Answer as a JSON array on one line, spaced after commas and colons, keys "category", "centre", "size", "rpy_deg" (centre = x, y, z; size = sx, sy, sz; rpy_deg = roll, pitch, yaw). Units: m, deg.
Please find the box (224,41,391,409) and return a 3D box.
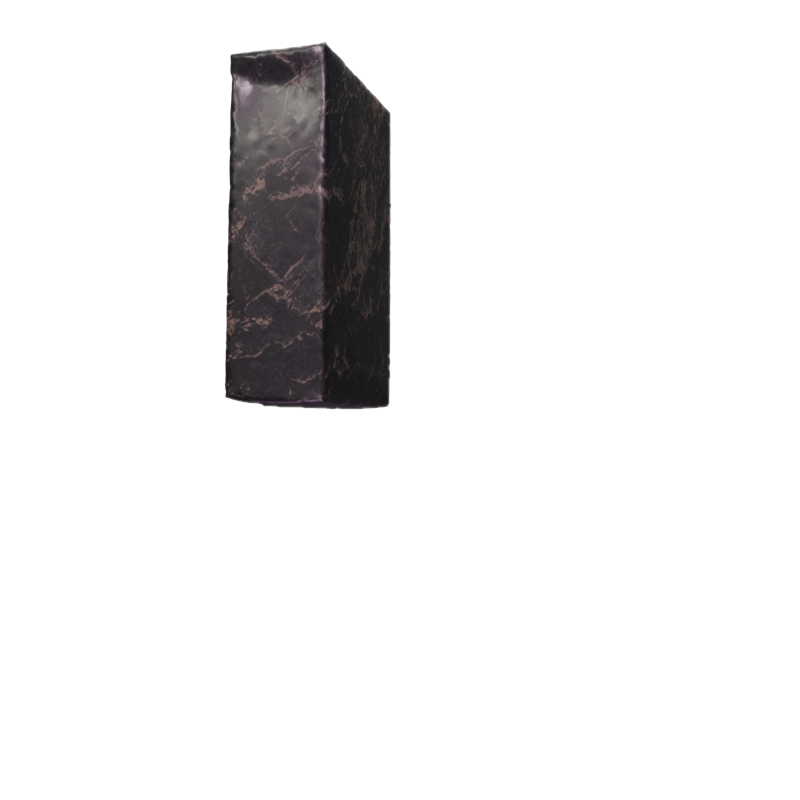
[{"category": "box", "centre": [-0.056, -0.103, 0.721], "size": [0.073, 0.218, 0.158], "rpy_deg": [-3, -6, 14]}]
